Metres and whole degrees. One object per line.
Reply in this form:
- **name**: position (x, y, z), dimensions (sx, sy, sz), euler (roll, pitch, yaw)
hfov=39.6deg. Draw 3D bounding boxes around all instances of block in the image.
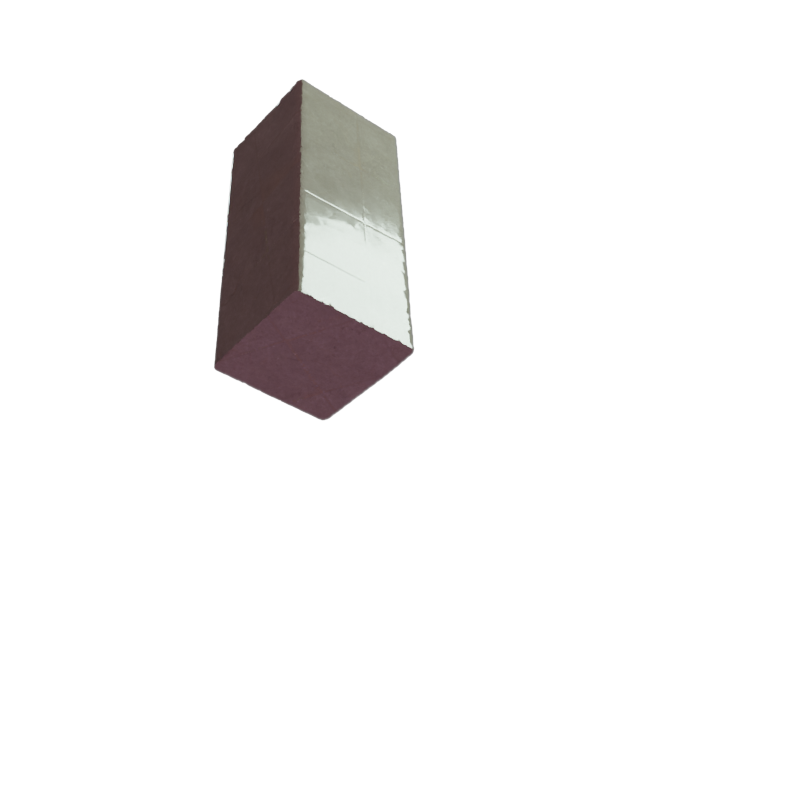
- **block**: position (-0.058, -0.105, 0.740), dimensions (0.086, 0.221, 0.089), euler (27, -51, -29)
